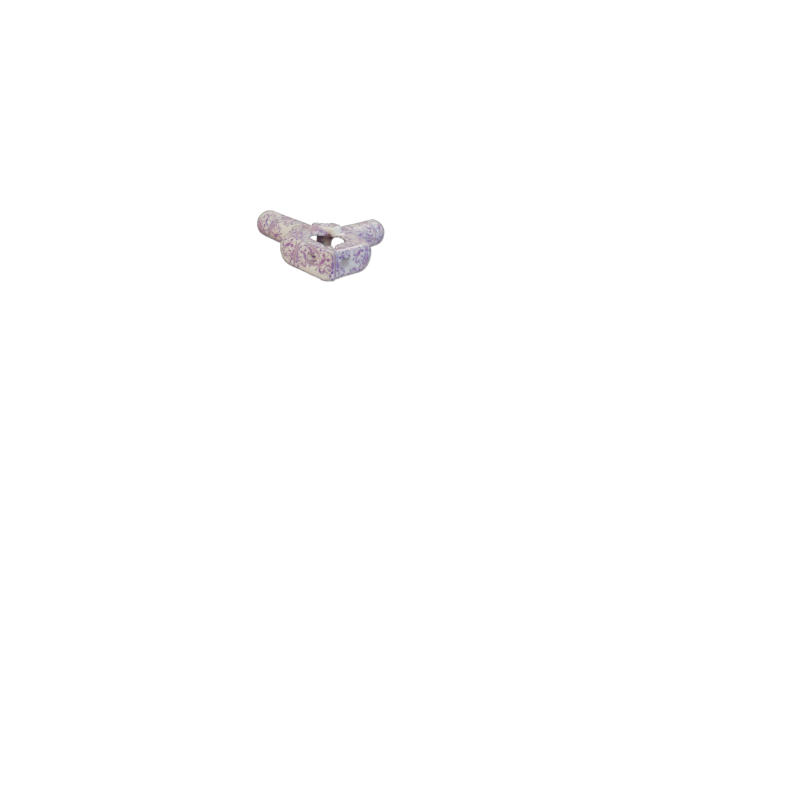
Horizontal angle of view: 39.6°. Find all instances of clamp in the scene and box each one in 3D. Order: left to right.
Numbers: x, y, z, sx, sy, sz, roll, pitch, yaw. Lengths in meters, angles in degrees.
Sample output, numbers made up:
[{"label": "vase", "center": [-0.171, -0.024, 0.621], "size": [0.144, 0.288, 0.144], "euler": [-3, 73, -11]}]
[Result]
[{"label": "clamp", "center": [-0.078, -0.142, 0.991], "size": [0.121, 0.038, 0.176], "euler": [1, 17, 3]}]
